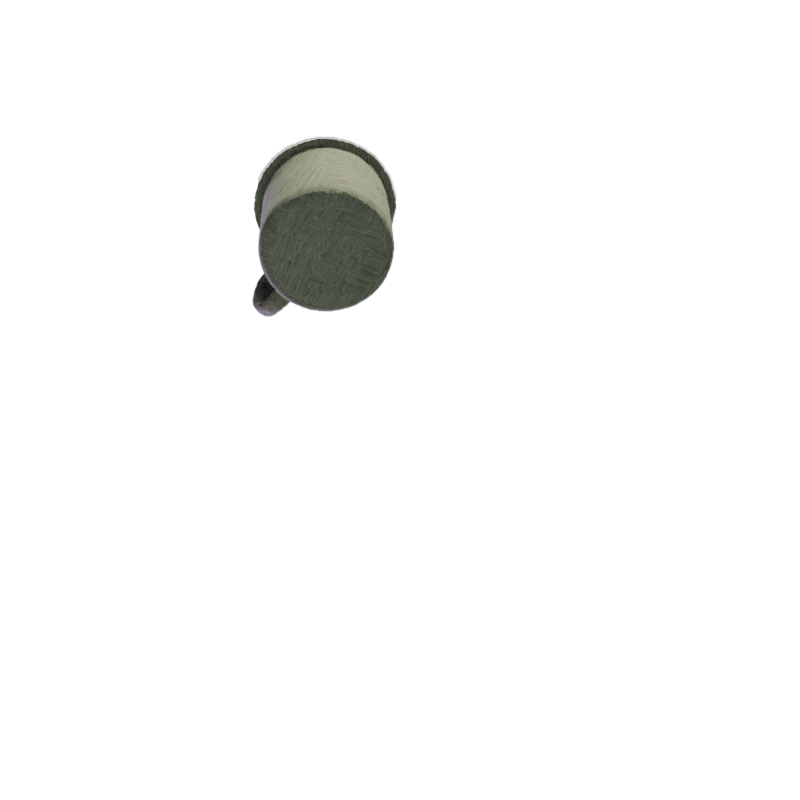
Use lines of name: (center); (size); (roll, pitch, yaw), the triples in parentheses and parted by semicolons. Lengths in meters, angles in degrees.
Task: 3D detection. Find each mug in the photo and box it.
mug: (-0.054, -0.099, 0.696); (0.090, 0.115, 0.086); (38, 19, -18)
